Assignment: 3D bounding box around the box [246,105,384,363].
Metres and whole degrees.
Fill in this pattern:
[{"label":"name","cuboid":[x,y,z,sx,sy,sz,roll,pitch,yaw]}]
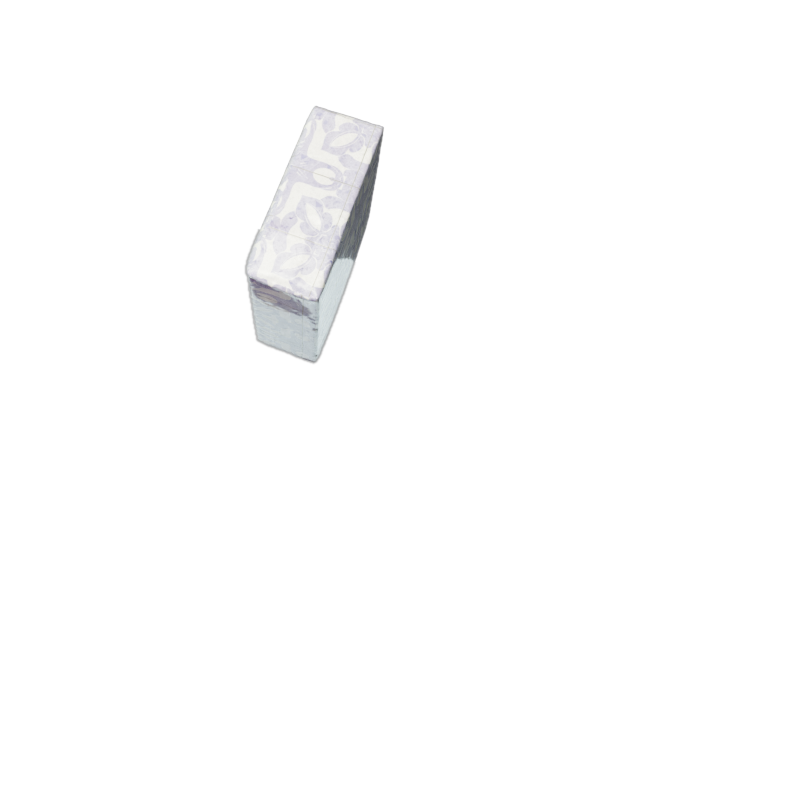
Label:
[{"label":"box","cuboid":[-0.078,-0.142,0.998,0.072,0.169,0.206,19,-15,1]}]
